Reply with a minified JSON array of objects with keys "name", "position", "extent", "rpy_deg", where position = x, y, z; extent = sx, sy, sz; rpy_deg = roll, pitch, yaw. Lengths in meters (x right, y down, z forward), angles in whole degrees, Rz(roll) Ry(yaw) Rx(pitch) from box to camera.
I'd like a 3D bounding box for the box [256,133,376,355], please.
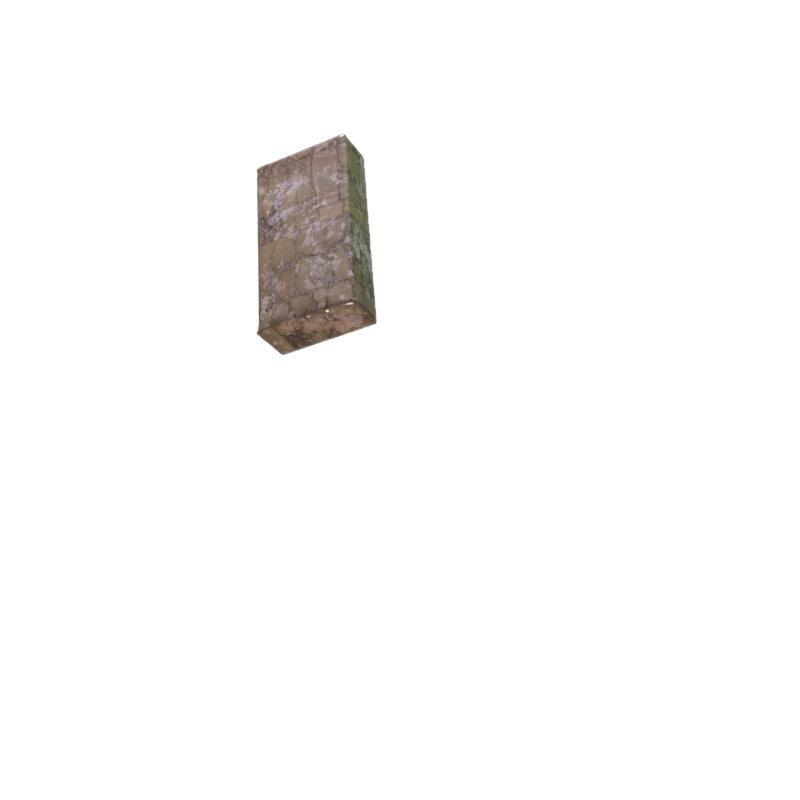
[{"name":"box","position":[-0.073,-0.133,0.934],"extent":[0.094,0.189,0.044],"rpy_deg":[-18,-38,21]}]
